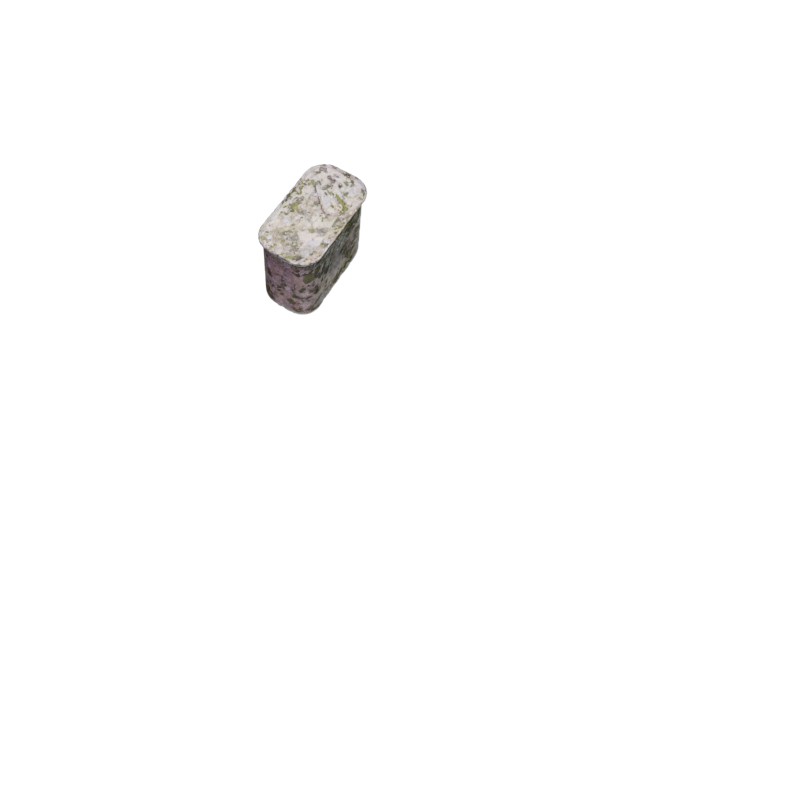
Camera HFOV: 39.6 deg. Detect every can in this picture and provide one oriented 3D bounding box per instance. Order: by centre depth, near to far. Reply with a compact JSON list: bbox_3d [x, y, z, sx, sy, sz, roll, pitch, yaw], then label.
[{"bbox_3d":[-0.073,-0.134,0.935,0.059,0.105,0.079,27,-28,13],"label":"can"}]
